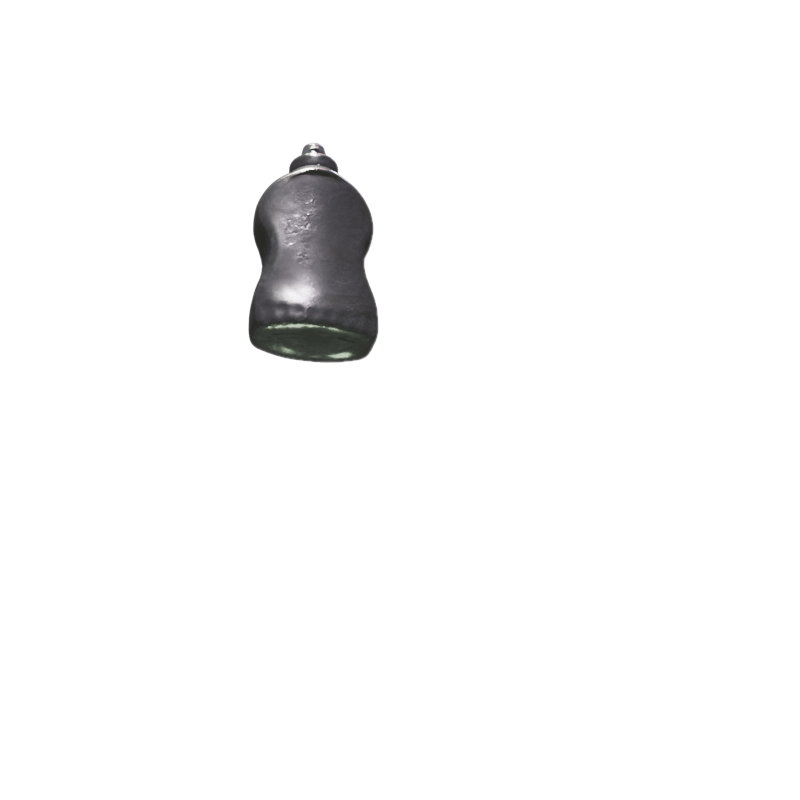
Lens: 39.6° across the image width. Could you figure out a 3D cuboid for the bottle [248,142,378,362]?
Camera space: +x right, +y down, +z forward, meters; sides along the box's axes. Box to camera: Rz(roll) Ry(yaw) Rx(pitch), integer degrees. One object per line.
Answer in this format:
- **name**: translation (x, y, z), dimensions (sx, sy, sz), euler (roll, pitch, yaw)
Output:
- **bottle**: translation (-0.069, -0.126, 0.880), dimensions (0.095, 0.205, 0.055), euler (4, -34, -10)
